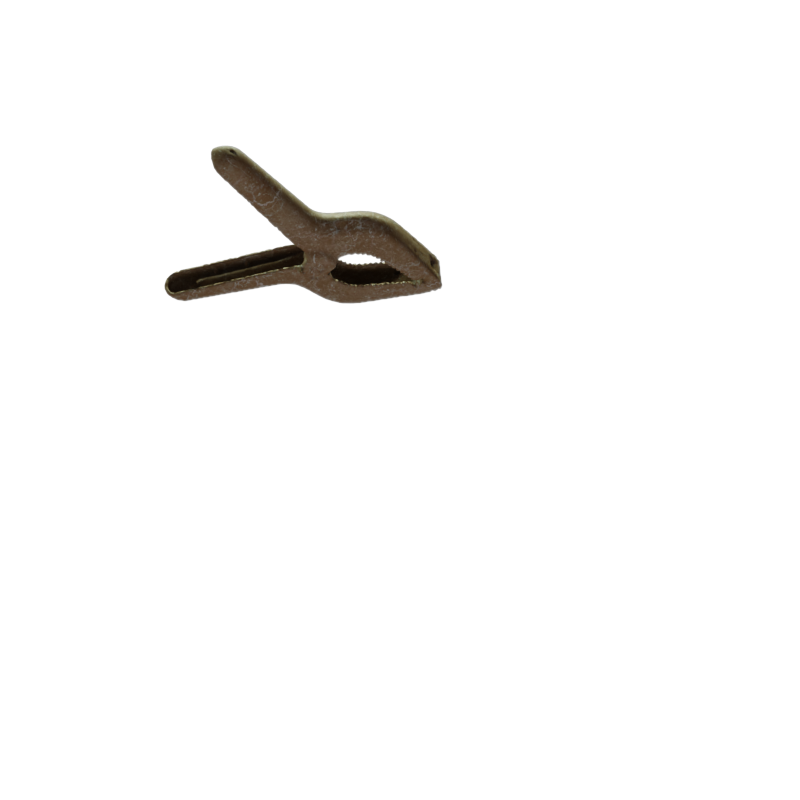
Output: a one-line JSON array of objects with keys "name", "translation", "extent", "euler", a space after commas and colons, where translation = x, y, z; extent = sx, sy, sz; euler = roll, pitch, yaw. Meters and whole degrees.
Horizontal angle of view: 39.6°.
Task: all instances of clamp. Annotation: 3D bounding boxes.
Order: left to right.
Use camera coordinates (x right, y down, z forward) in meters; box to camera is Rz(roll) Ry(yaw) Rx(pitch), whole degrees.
[{"name": "clamp", "translation": [-0.065, -0.119, 0.834], "extent": [0.207, 0.039, 0.156], "euler": [7, -35, -10]}]
